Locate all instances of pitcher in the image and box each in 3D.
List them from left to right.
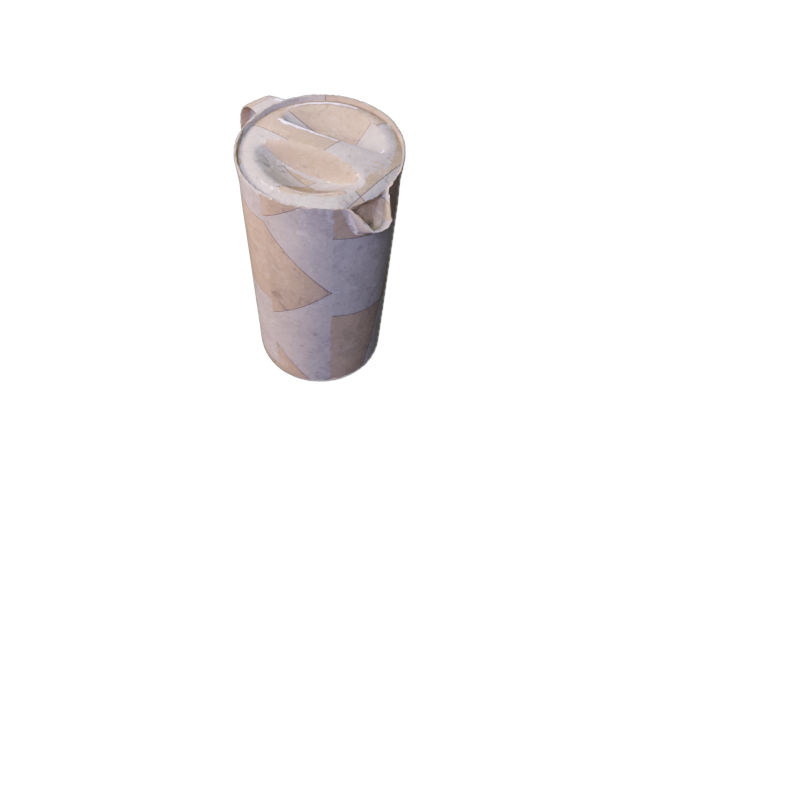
[{"bbox_3d":[-0.074,-0.134,0.941,0.146,0.159,0.226,8,-39,3],"label":"pitcher"}]
